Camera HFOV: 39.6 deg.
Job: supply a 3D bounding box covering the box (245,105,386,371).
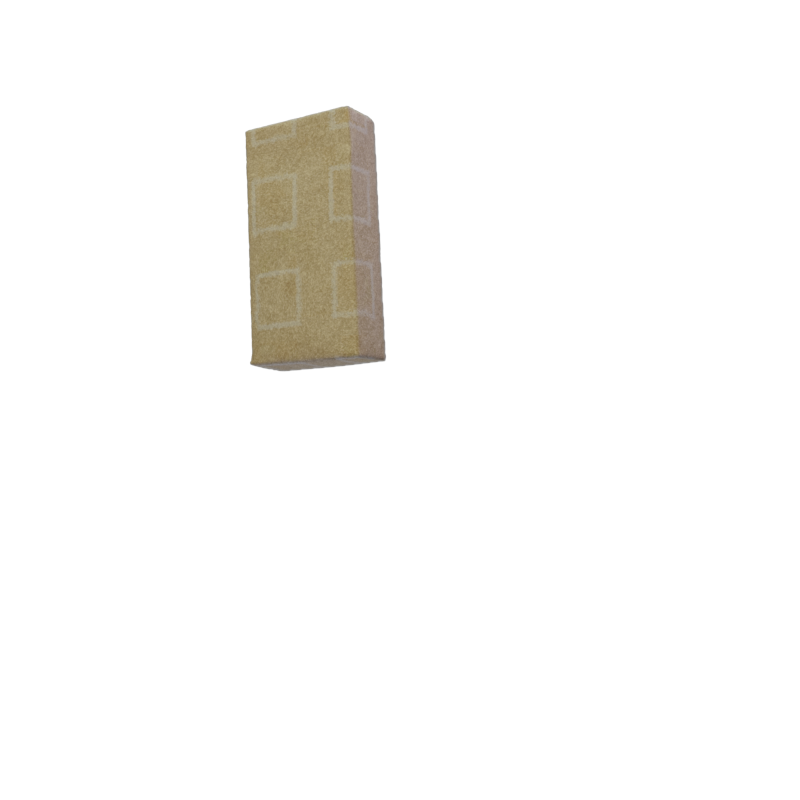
[{"bbox_3d":[-0.061,-0.113,0.789,0.096,0.182,0.045,-8,-15,31],"label":"box"}]
